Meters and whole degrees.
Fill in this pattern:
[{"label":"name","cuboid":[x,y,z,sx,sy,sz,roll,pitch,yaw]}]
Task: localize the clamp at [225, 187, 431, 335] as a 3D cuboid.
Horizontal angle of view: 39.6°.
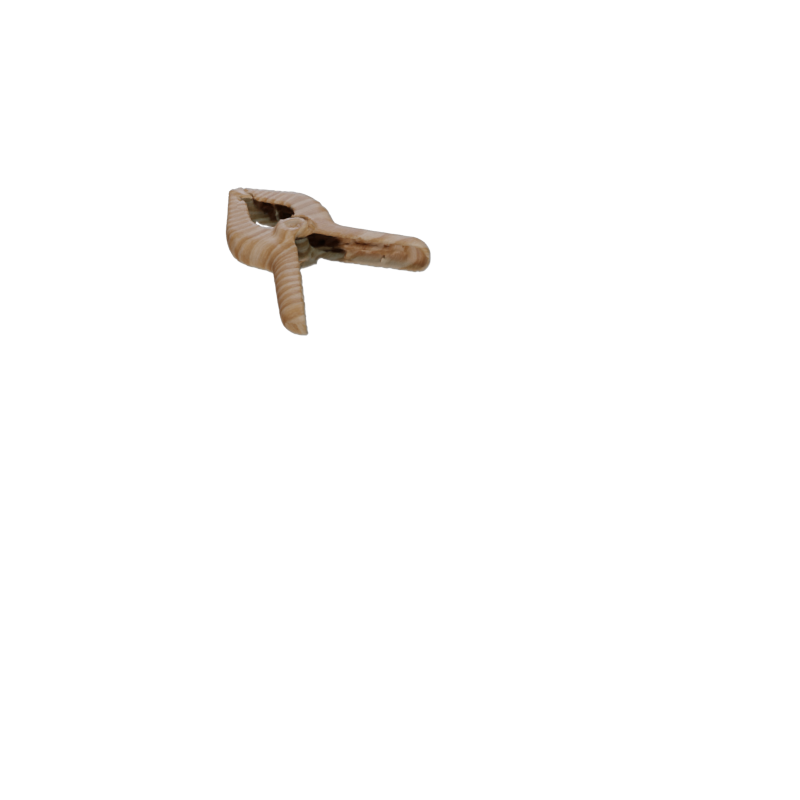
[{"label":"clamp","cuboid":[-0.063,-0.114,0.802,0.119,0.037,0.185,-19,42,-23]}]
